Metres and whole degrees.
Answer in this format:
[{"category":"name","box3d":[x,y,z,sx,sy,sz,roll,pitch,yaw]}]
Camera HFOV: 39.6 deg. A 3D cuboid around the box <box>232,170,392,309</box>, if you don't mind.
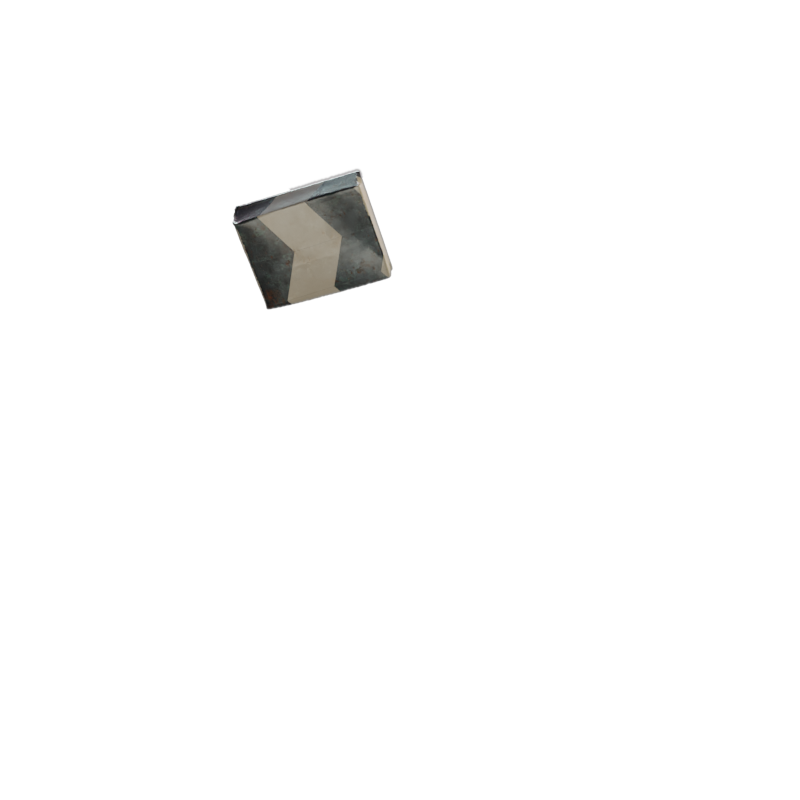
[{"category":"box","box3d":[-0.073,-0.132,0.927,0.114,0.085,0.041,-16,26,7]}]
